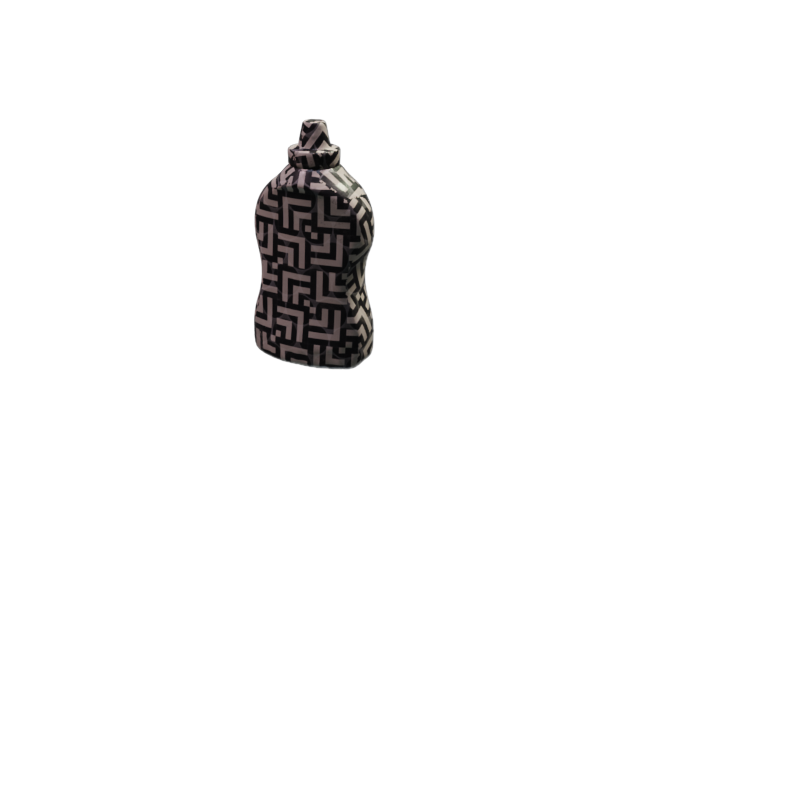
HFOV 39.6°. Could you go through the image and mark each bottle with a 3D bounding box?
[{"bbox_3d":[-0.068,-0.124,0.869,0.100,0.184,0.058,11,21,26],"label":"bottle"}]
